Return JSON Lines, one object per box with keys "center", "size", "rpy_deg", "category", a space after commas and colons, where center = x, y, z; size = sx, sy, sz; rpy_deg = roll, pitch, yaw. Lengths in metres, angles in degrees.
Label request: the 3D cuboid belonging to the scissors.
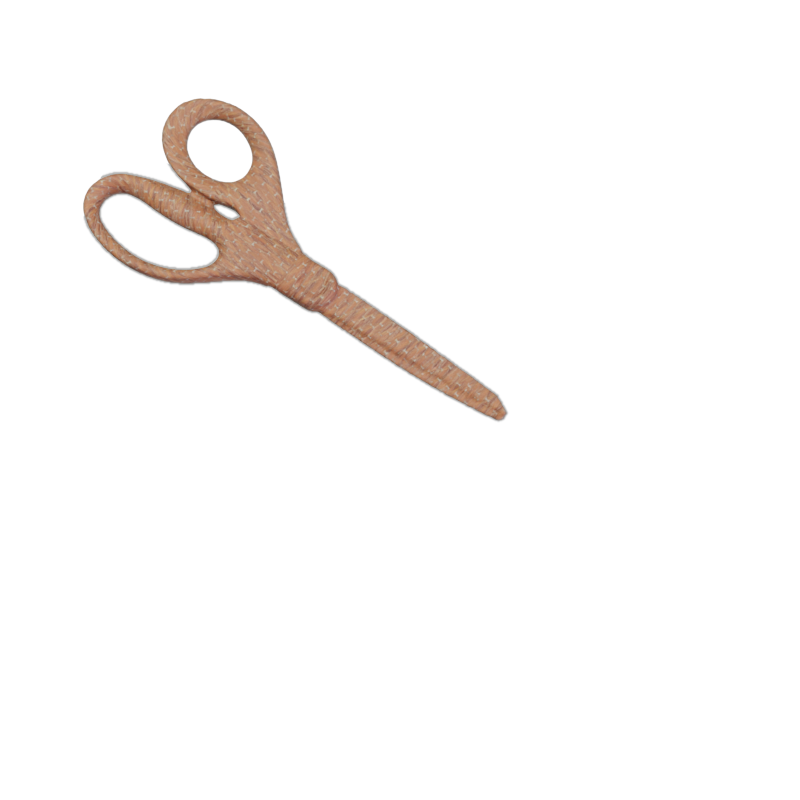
{"center": [-0.038, -0.069, 0.484], "size": [0.204, 0.099, 0.015], "rpy_deg": [19, -16, 6], "category": "scissors"}
